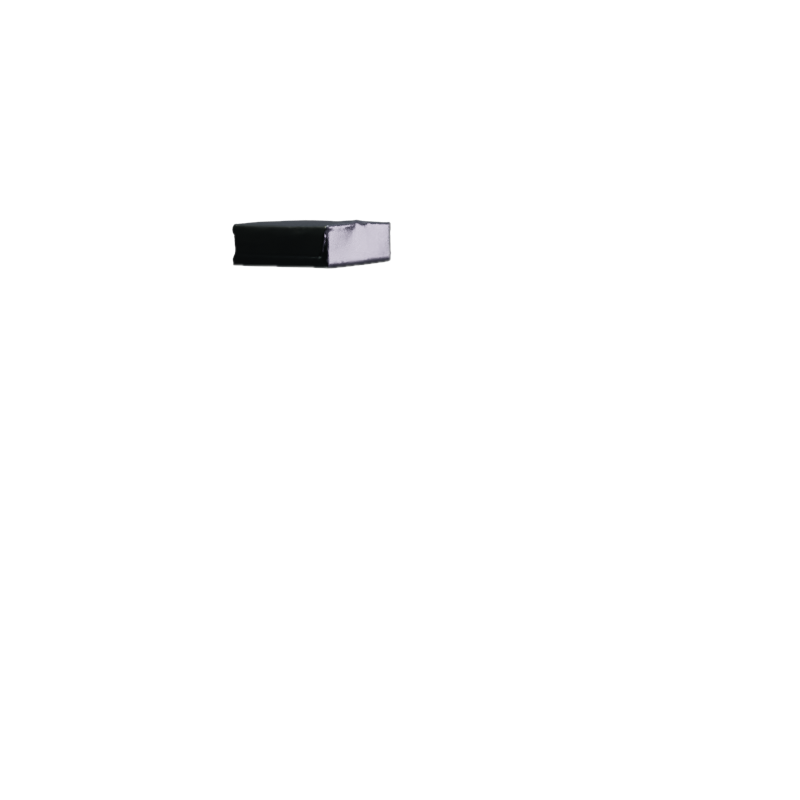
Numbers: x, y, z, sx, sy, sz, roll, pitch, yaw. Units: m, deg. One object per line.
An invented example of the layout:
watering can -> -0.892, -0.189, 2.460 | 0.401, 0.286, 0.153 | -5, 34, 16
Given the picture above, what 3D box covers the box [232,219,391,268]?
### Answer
box -> -0.058, -0.106, 0.742 | 0.076, 0.030, 0.087 | 6, 11, 29
